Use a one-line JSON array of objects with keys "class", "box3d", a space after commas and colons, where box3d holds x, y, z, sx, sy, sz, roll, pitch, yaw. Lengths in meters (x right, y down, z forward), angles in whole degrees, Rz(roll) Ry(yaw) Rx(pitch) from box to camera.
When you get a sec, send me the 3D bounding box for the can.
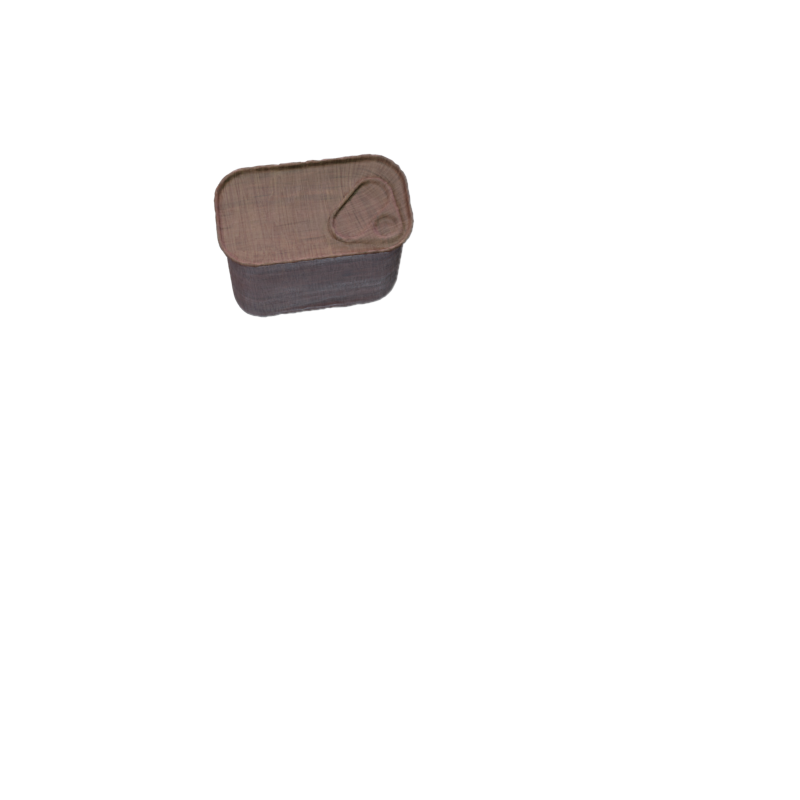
[{"class": "can", "box3d": [-0.048, -0.087, 0.610, 0.101, 0.061, 0.080, -7, -19, -4]}]
